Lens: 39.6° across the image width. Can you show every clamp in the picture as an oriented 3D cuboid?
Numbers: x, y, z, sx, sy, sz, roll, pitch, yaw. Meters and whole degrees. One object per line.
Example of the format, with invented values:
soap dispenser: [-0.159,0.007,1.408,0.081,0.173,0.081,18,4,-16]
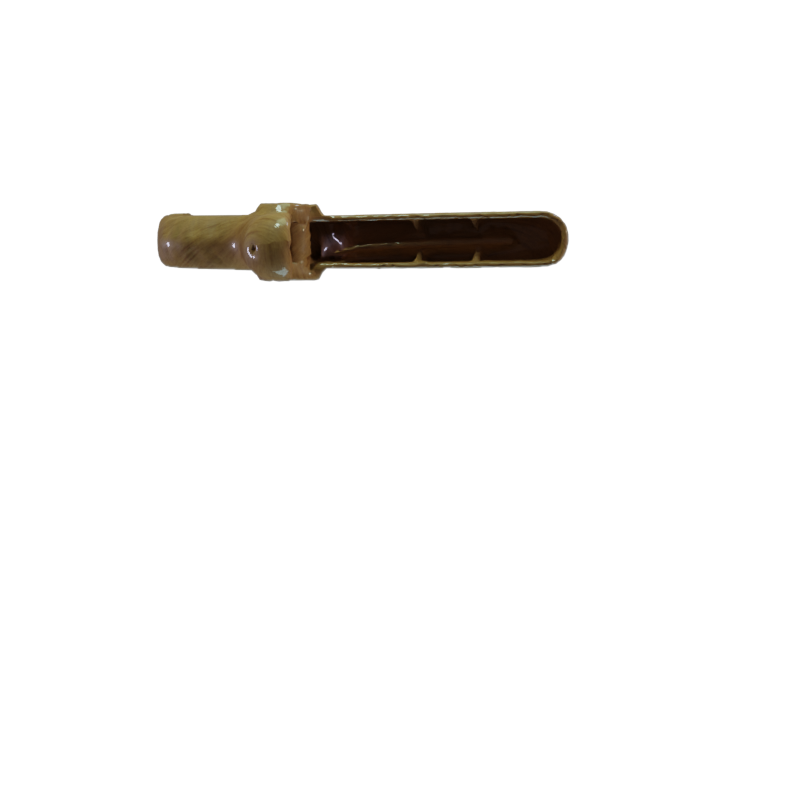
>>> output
clamp: [-0.041,-0.074,0.518,0.159,0.036,0.219,-5,10,-33]
